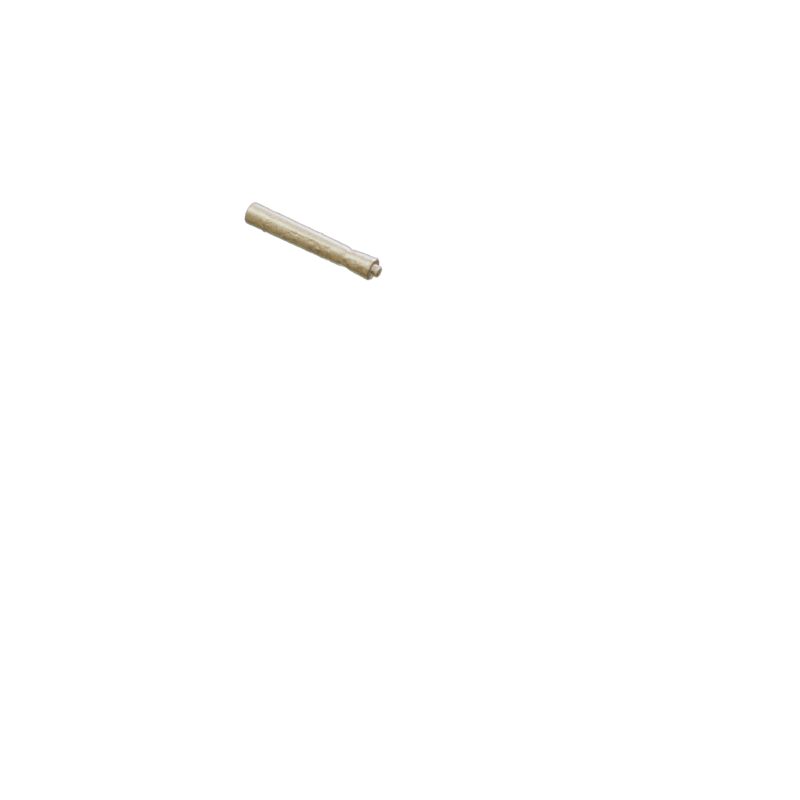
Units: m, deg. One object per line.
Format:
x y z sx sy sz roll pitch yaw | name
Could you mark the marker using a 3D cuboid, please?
-0.068 -0.124 0.872 0.127 0.019 0.019 27 14 21 | marker
